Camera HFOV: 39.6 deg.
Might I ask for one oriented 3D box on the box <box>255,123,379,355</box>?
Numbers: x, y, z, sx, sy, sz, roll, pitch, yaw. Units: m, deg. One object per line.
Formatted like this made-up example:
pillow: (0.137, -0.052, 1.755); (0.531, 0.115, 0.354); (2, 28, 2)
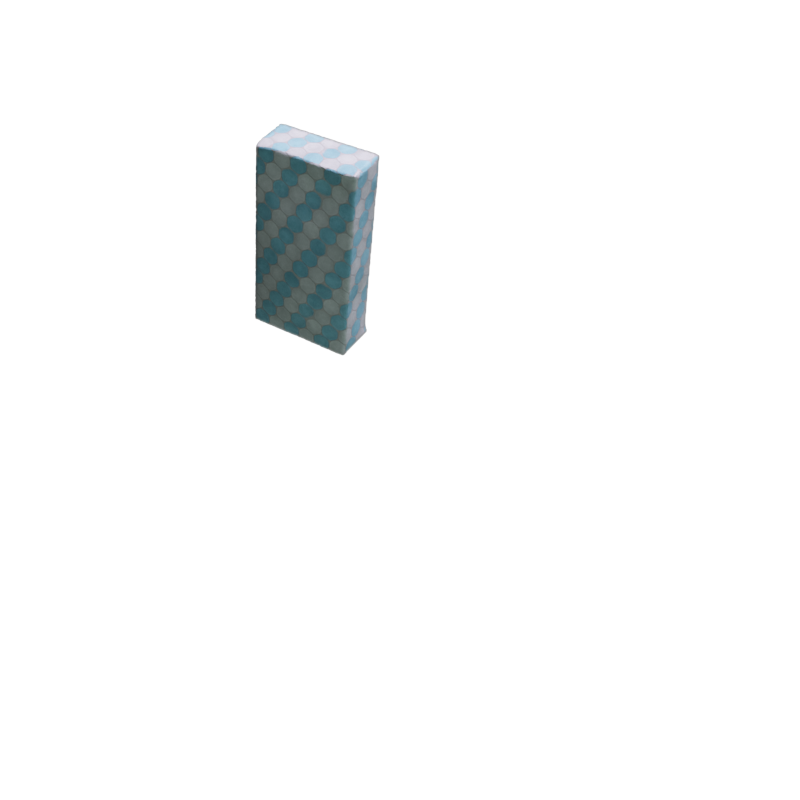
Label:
box: (-0.071, -0.129, 0.901); (0.098, 0.164, 0.049); (22, 43, 22)
